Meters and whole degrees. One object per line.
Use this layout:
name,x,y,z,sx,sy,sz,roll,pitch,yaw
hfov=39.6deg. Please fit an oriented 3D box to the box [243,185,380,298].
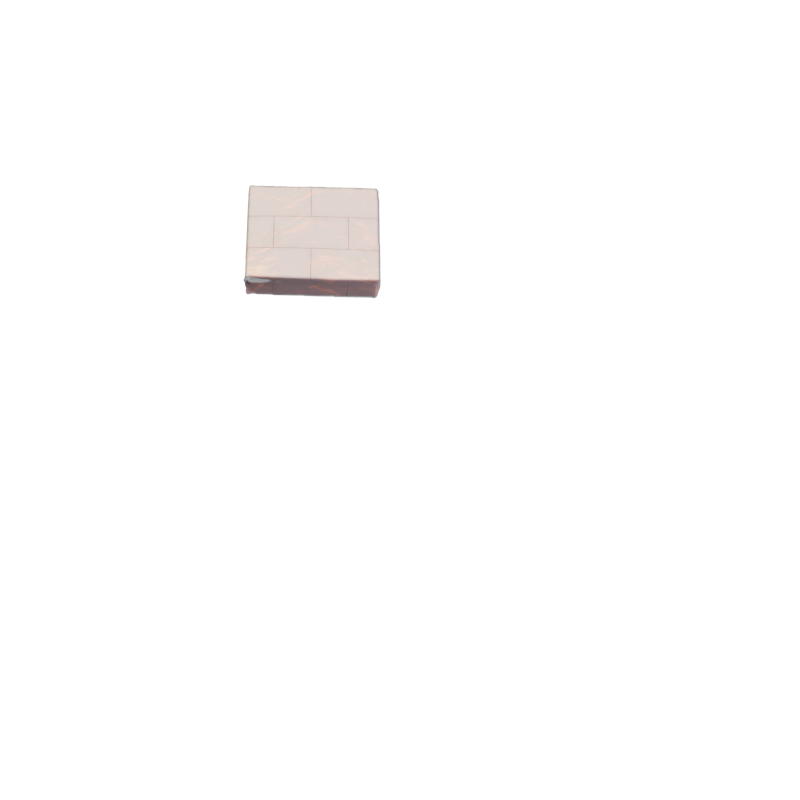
box,-0.073,-0.133,0.932,0.113,0.096,0.036,0,-30,-1
